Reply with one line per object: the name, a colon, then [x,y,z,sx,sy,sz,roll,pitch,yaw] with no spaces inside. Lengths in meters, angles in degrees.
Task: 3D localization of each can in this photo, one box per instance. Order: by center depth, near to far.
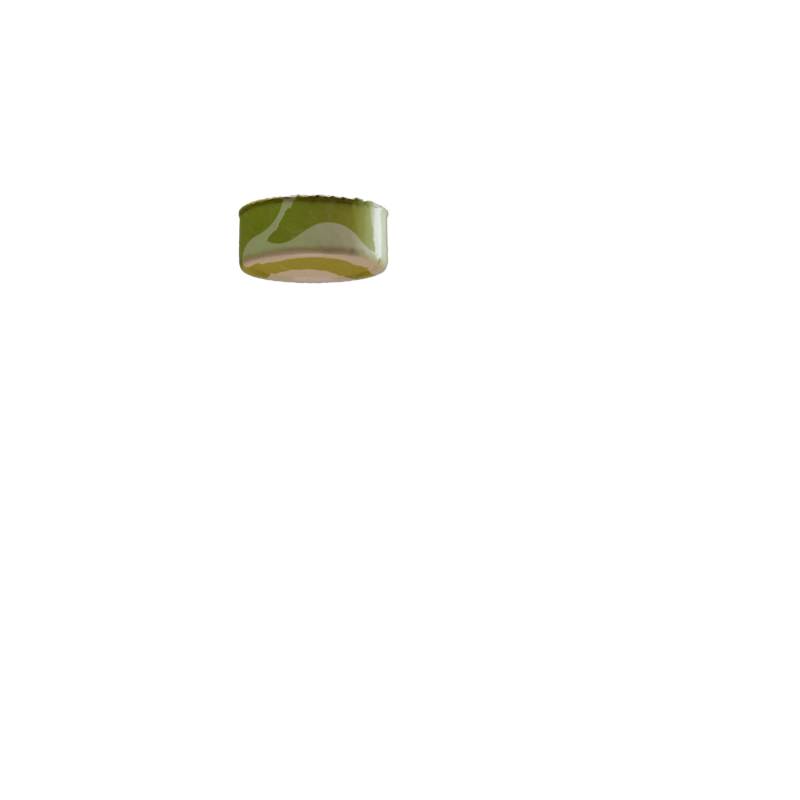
can: [-0.049,-0.090,0.630,0.086,0.034,0.084,0,-6,-2]
